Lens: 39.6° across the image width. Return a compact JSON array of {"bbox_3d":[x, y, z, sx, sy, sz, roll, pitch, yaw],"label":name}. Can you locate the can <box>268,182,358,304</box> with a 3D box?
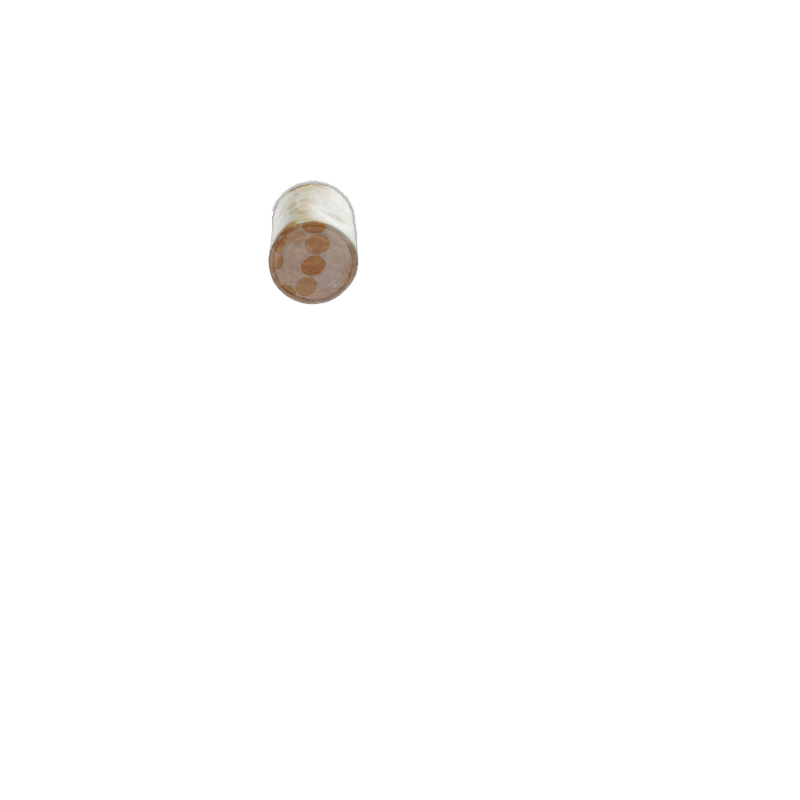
[{"bbox_3d":[-0.068,-0.123,0.862,0.068,0.065,0.107,0,24,-3],"label":"can"}]
